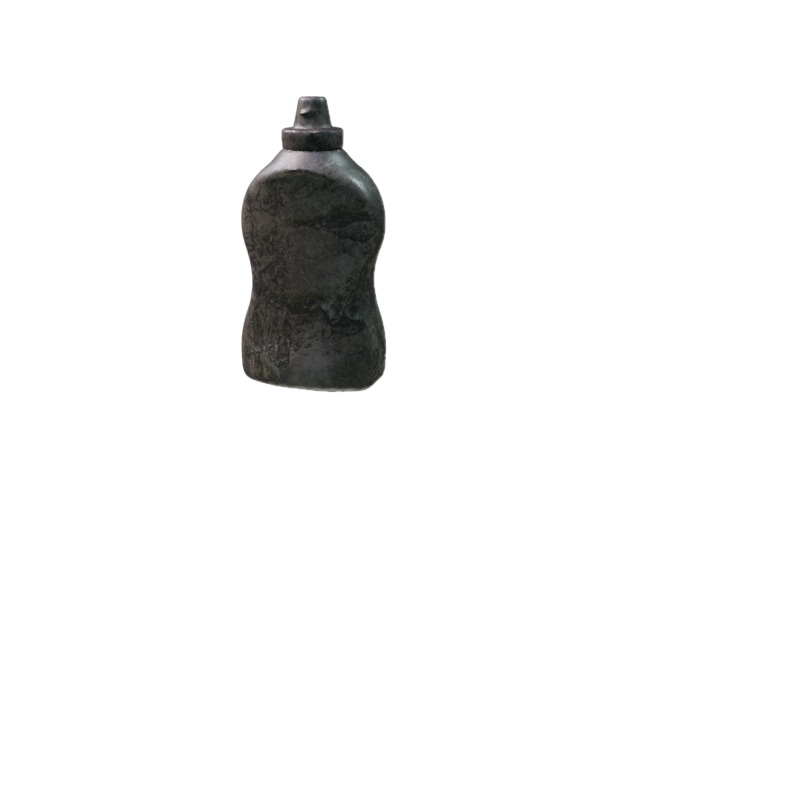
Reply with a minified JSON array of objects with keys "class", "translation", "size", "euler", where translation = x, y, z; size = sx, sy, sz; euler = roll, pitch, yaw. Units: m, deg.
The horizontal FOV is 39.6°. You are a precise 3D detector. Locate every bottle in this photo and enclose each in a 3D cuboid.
[{"class":"bottle","translation":[-0.058,-0.105,0.737],"size":[0.099,0.187,0.058],"euler":[5,12,20]}]
